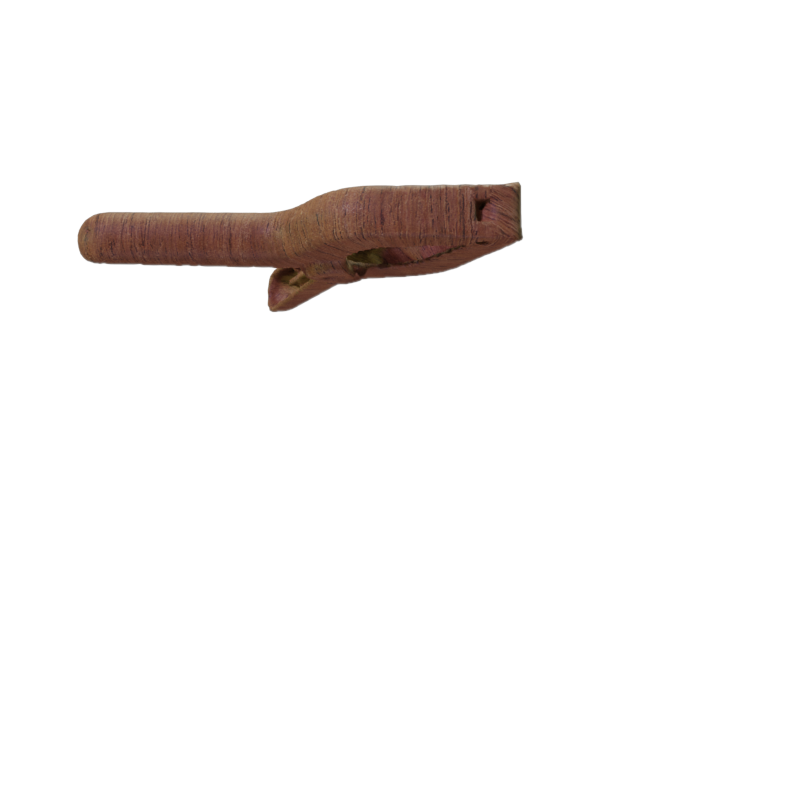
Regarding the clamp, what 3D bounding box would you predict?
[{"bbox_3d":[-0.043,-0.078,0.546,0.216,0.037,0.156,-5,-9,40],"label":"clamp"}]
